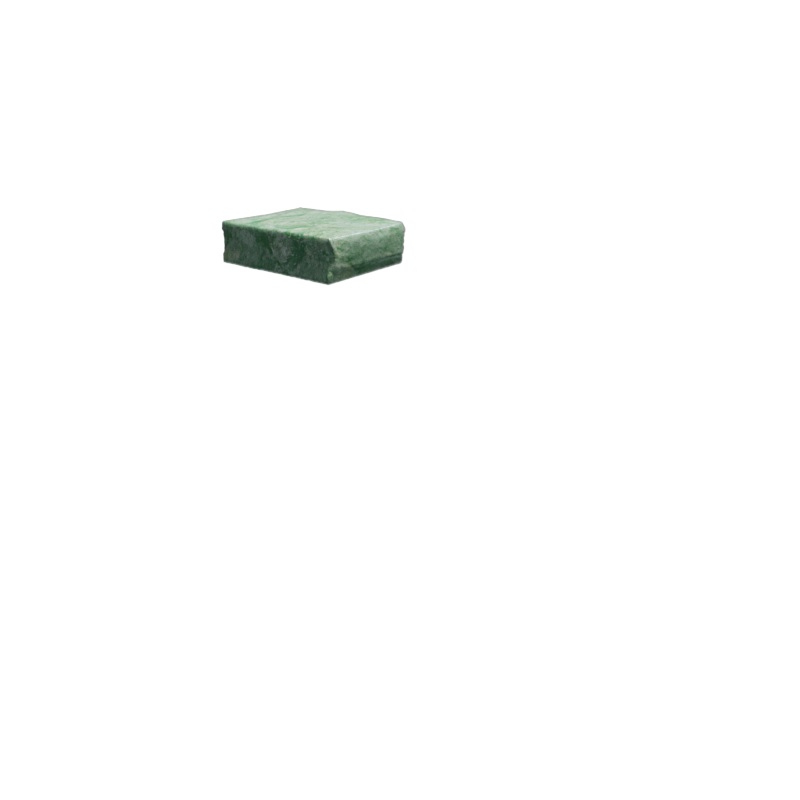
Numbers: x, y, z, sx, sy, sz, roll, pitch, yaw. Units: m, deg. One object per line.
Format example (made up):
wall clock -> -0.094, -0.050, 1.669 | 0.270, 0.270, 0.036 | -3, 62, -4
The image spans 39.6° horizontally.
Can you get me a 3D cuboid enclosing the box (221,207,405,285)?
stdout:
box -> -0.053, -0.098, 0.684 | 0.094, 0.029, 0.072 | 14, 22, 37
